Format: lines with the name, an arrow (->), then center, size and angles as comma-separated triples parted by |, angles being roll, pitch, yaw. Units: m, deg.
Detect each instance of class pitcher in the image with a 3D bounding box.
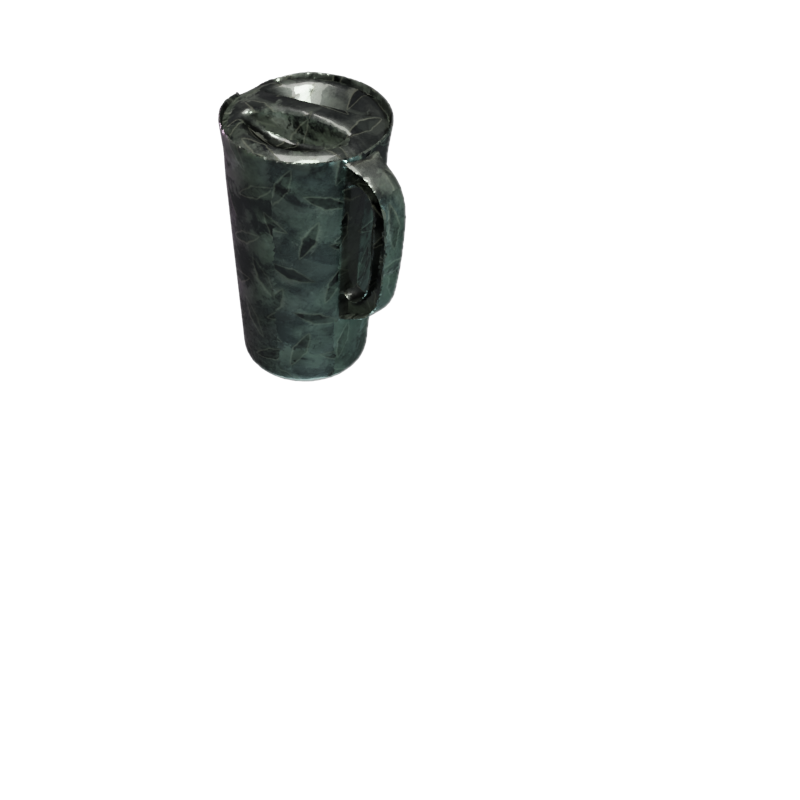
pitcher -> -0.070, -0.128, 0.900 | 0.145, 0.227, 0.159 | 4, 41, 1
